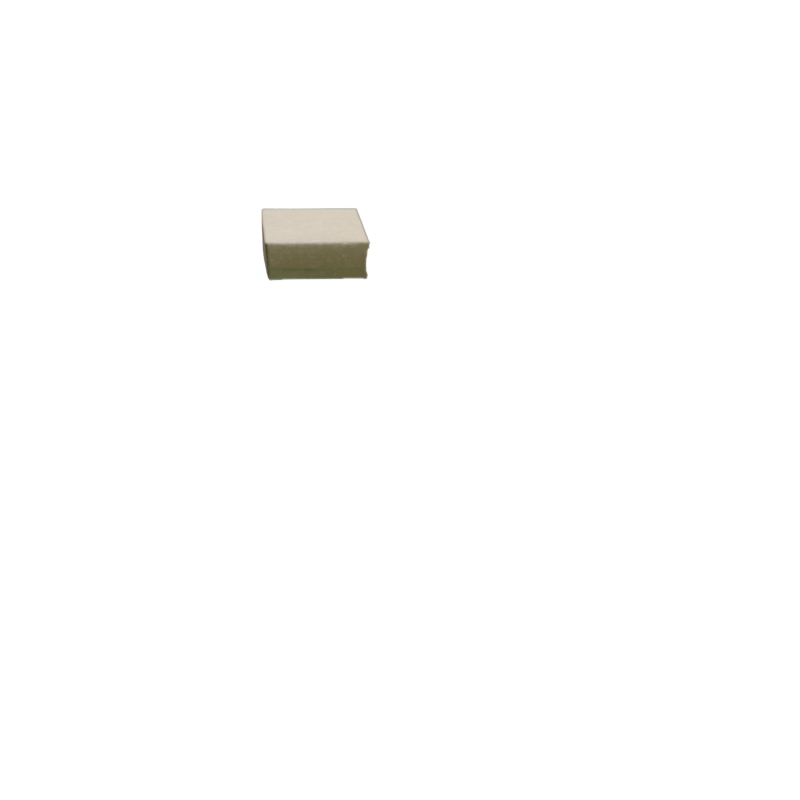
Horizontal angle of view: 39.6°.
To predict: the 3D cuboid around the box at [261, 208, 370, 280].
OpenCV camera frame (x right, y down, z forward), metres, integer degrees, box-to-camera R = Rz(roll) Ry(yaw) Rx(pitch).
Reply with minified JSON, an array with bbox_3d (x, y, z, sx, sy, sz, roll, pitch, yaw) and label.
[{"bbox_3d":[-0.077,-0.141,0.988,0.089,0.037,0.120,-3,26,-6],"label":"box"}]
